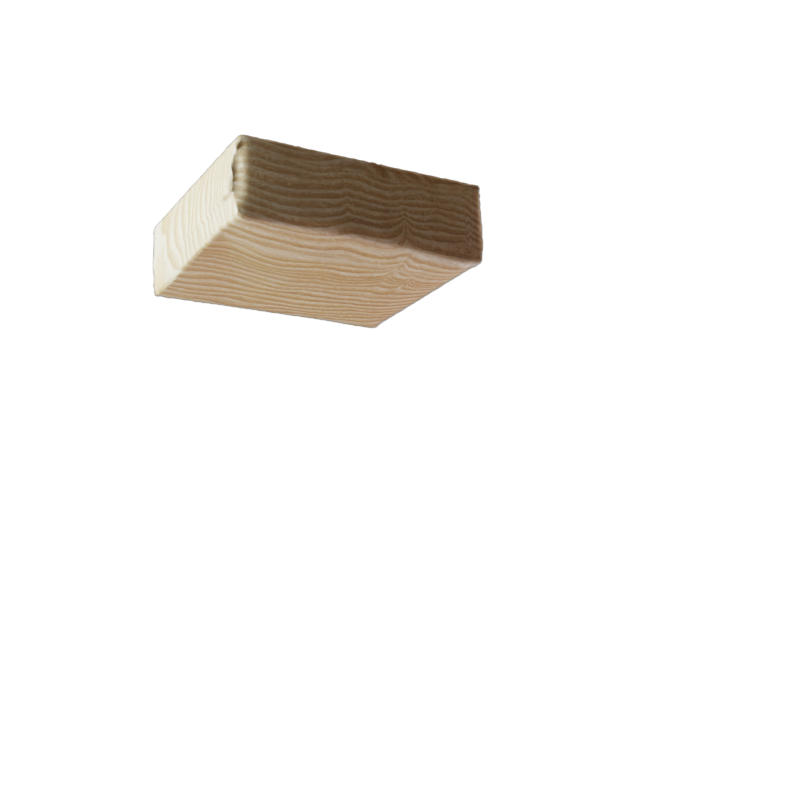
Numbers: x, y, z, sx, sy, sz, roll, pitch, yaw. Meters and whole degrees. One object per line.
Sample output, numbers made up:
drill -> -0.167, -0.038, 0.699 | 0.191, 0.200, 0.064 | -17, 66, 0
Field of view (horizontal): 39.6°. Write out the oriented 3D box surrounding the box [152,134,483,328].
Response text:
box -> -0.036, -0.066, 0.461 | 0.109, 0.041, 0.089 | 9, -20, -28
